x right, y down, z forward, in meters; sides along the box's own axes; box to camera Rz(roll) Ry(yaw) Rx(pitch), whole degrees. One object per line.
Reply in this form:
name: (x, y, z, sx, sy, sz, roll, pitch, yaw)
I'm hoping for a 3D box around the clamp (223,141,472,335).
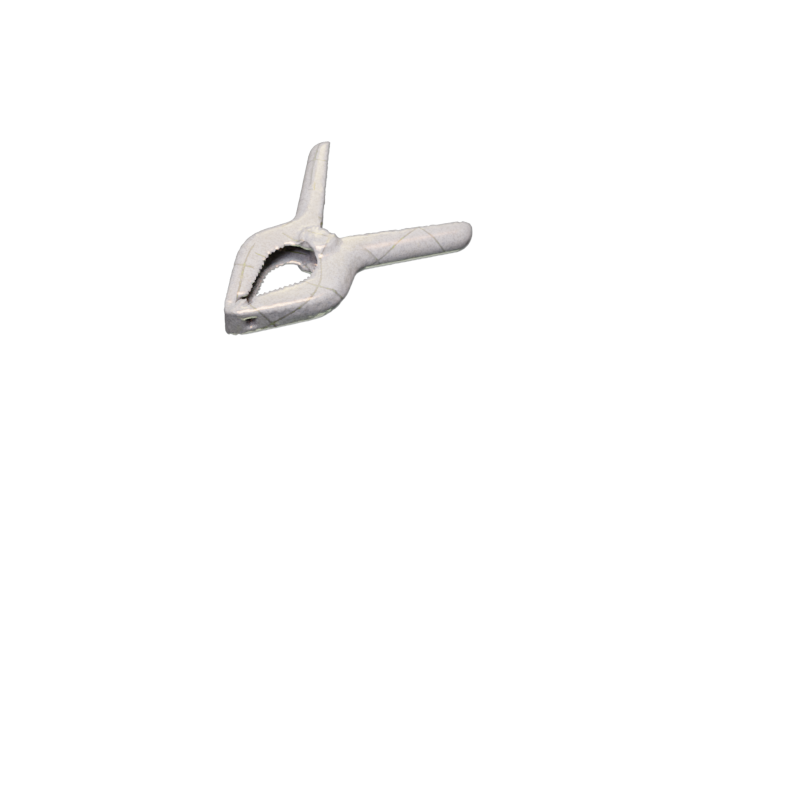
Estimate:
clamp: (-0.069, -0.126, 0.885, 0.211, 0.034, 0.176, -36, 58, -27)
